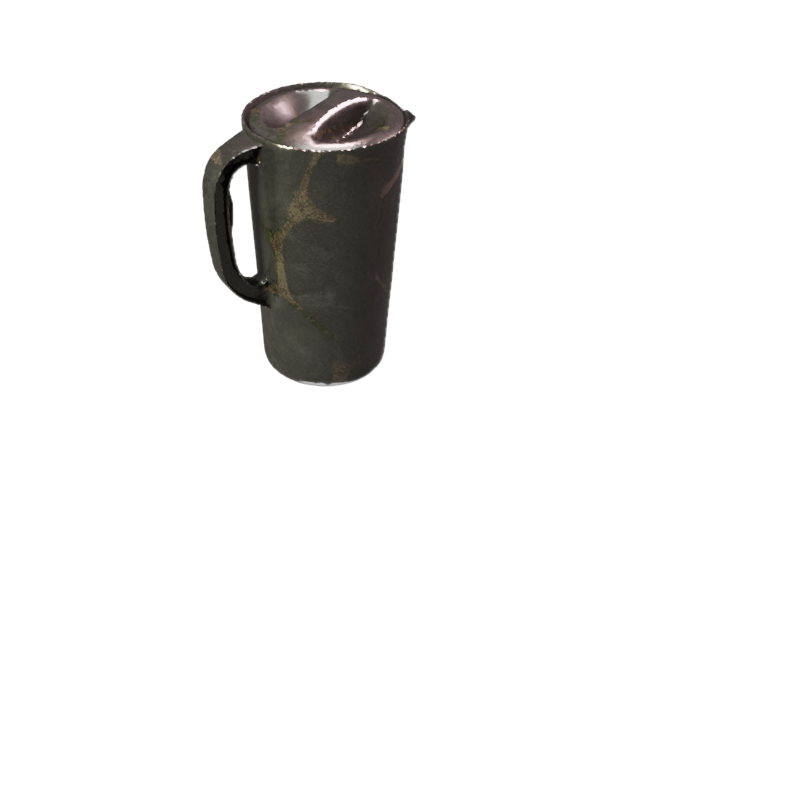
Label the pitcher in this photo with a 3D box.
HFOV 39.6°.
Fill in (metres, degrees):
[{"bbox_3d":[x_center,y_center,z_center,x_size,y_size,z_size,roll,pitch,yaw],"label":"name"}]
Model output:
[{"bbox_3d":[-0.073,-0.133,0.929,0.152,0.228,0.152,8,34,9],"label":"pitcher"}]
